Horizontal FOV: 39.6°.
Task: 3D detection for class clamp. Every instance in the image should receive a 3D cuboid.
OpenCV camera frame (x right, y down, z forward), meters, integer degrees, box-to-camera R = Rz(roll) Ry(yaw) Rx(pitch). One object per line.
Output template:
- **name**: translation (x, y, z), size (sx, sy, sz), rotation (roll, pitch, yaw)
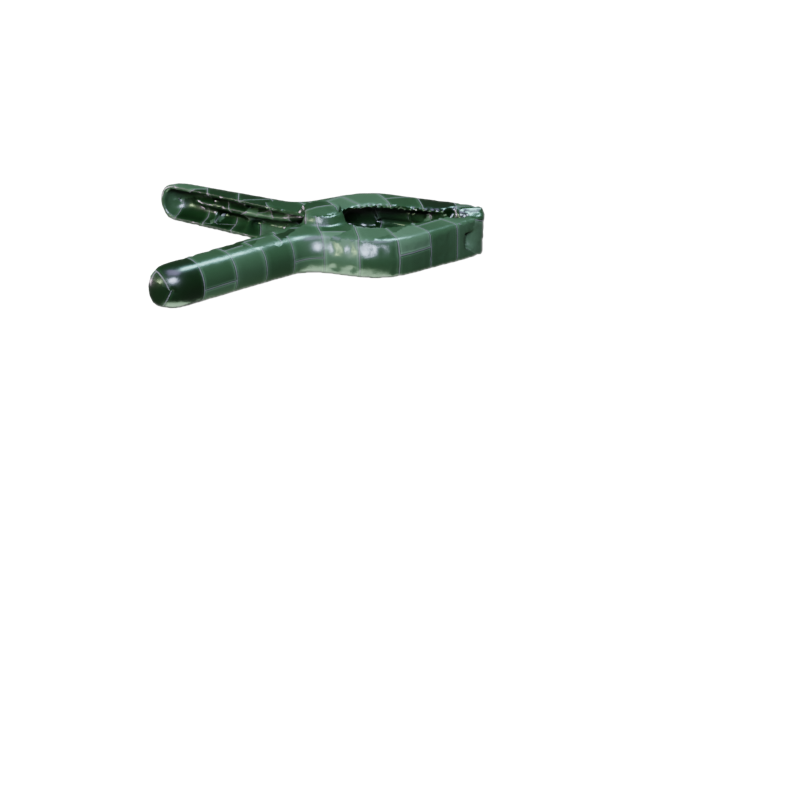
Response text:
- **clamp**: translation (-0.053, -0.096, 0.673), size (0.210, 0.034, 0.174), rotation (0, 28, 0)
